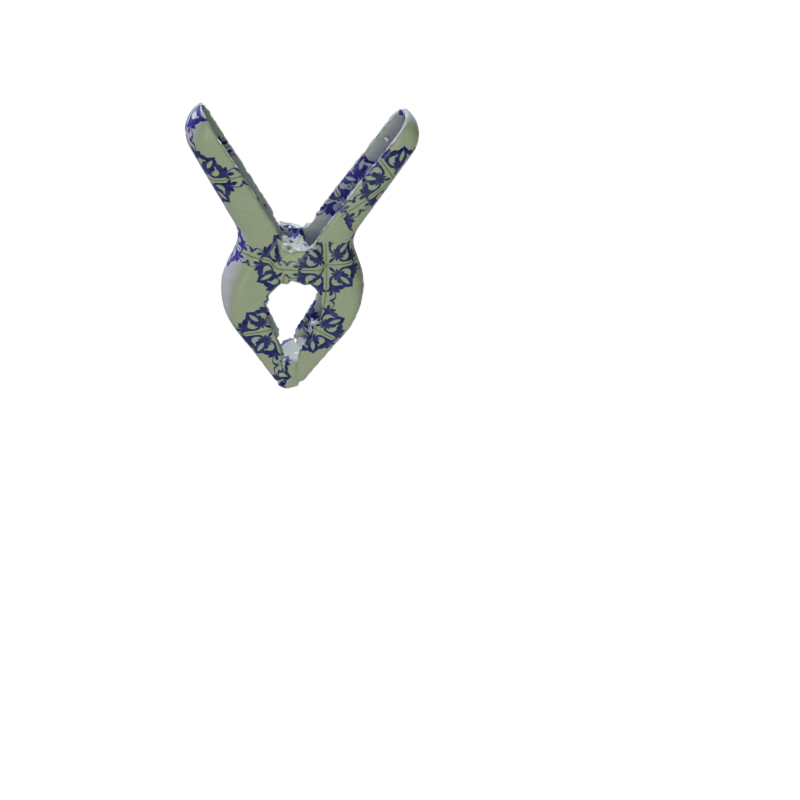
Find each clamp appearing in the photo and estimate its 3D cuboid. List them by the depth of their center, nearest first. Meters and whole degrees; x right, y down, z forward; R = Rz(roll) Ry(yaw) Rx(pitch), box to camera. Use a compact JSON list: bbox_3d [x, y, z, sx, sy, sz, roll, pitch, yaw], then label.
[{"bbox_3d":[-0.047,-0.086,0.605,0.120,0.160,0.042,-3,33,1],"label":"clamp"}]
